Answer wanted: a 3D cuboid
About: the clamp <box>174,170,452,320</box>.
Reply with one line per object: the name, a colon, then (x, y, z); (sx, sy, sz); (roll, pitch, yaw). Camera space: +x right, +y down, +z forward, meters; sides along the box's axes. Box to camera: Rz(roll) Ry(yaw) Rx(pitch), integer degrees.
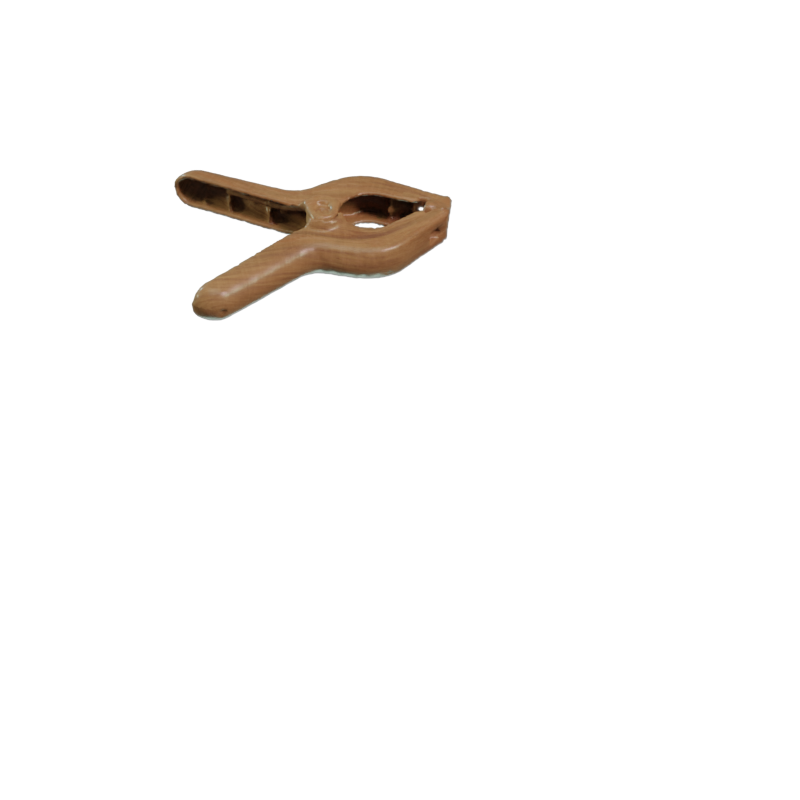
clamp: (-0.052, -0.095, 0.664); (0.171, 0.129, 0.037); (-2, -38, -2)
